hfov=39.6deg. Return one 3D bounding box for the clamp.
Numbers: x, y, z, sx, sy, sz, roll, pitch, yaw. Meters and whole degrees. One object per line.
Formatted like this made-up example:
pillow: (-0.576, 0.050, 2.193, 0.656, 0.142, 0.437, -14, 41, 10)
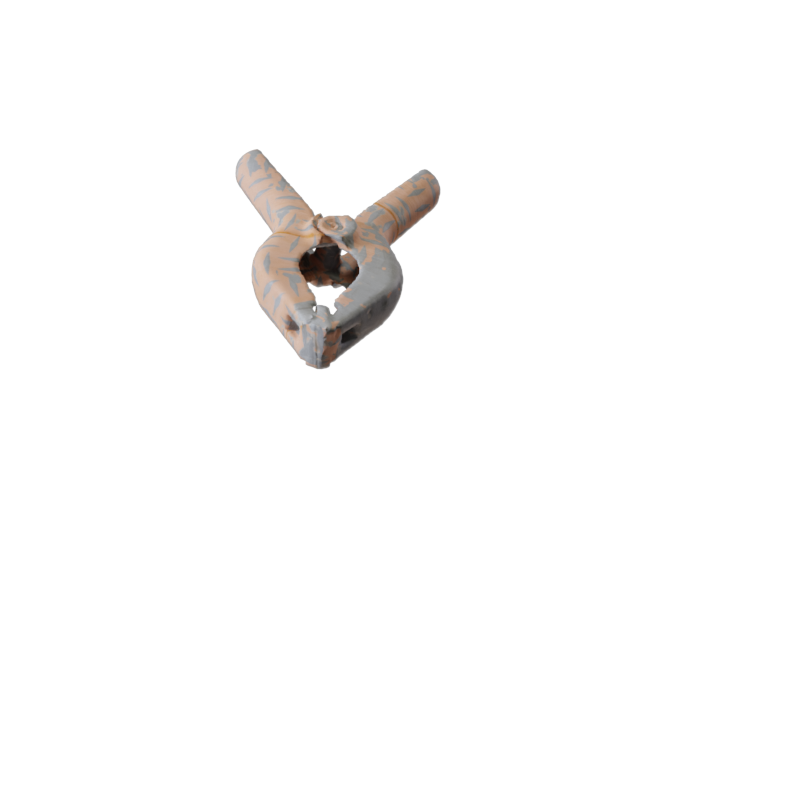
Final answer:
clamp: (-0.047, -0.086, 0.604, 0.122, 0.037, 0.180, 6, 38, 8)
